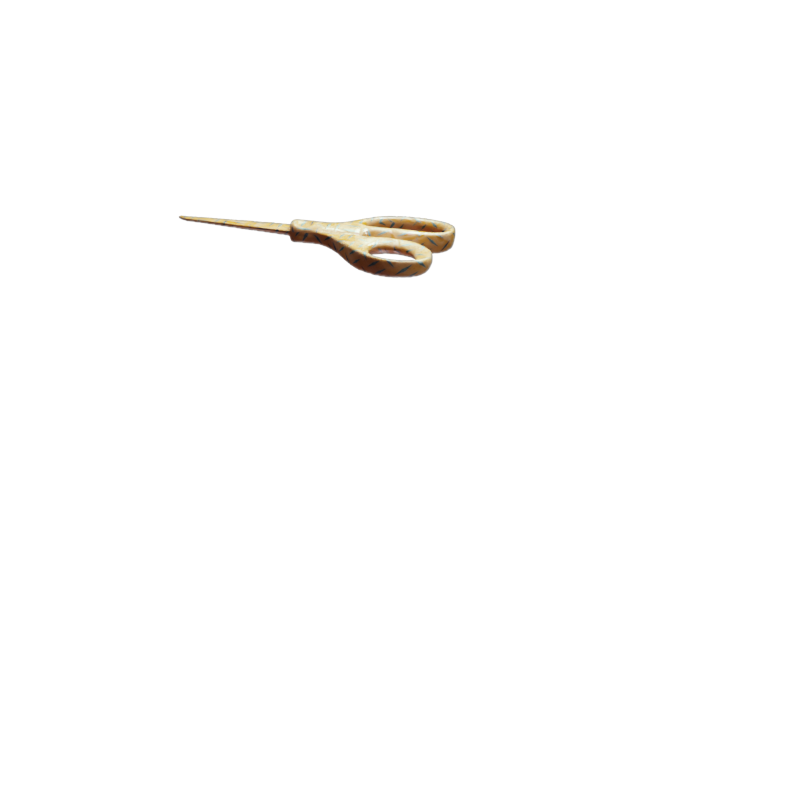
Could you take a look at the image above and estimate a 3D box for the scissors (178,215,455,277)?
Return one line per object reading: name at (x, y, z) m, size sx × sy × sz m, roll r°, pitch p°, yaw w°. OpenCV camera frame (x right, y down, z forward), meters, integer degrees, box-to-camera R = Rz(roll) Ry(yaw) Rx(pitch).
scissors at (-0.061, -0.111, 0.781) m, size 0.202 × 0.015 × 0.101 m, roll 0°, pitch 28°, yaw 0°
